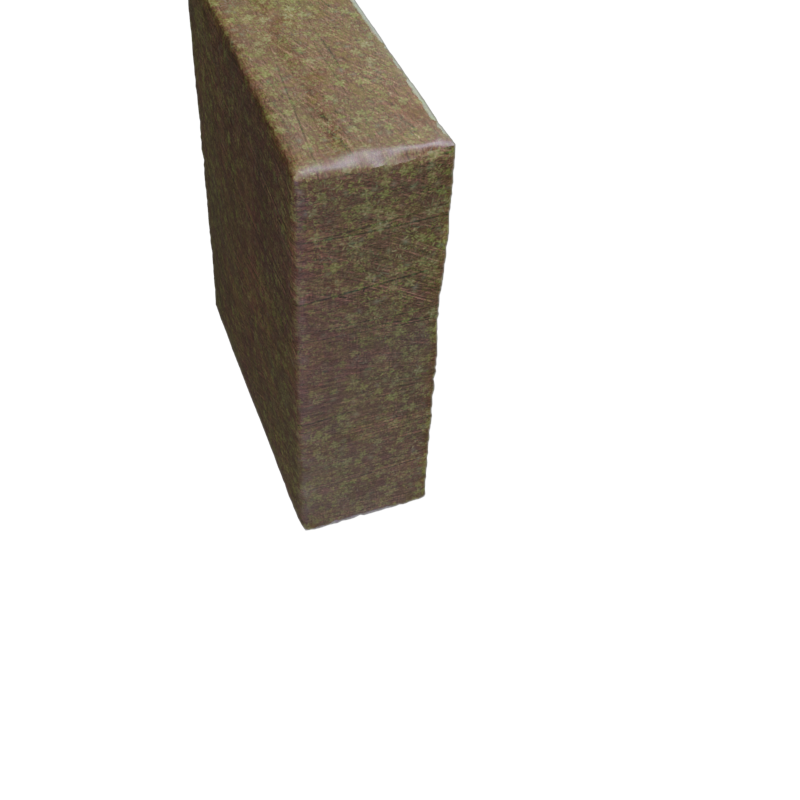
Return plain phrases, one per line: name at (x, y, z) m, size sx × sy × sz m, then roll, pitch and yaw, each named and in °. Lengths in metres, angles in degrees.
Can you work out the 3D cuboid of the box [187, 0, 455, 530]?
box at (-0.040, -0.073, 0.510) m, size 0.071 × 0.199 × 0.178 m, roll -13°, pitch 48°, yaw -16°
